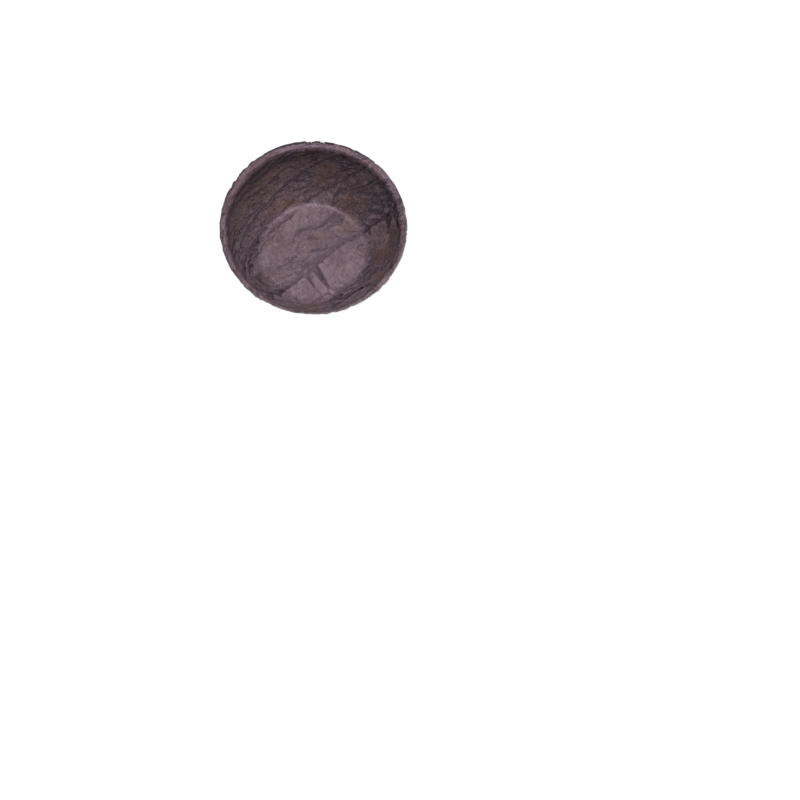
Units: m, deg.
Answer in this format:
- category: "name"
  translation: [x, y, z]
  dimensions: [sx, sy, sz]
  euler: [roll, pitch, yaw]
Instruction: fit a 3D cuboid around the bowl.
- category: "bowl"
  translation: [-0.073, -0.133, 0.930]
  dimensions: [0.162, 0.154, 0.058]
  euler: [1, 25, -1]
